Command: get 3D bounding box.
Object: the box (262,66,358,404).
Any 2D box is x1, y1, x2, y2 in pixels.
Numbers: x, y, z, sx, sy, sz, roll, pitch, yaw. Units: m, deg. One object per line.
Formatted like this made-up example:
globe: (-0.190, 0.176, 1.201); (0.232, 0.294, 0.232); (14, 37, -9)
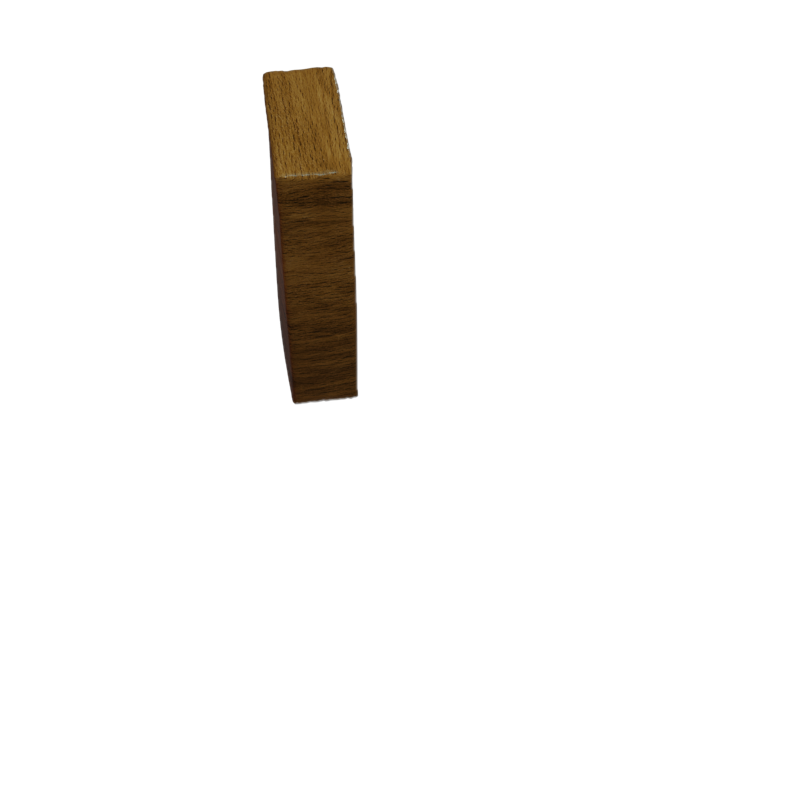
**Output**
box: (-0.049, -0.089, 0.627); (0.048, 0.101, 0.164); (-4, -42, -8)
